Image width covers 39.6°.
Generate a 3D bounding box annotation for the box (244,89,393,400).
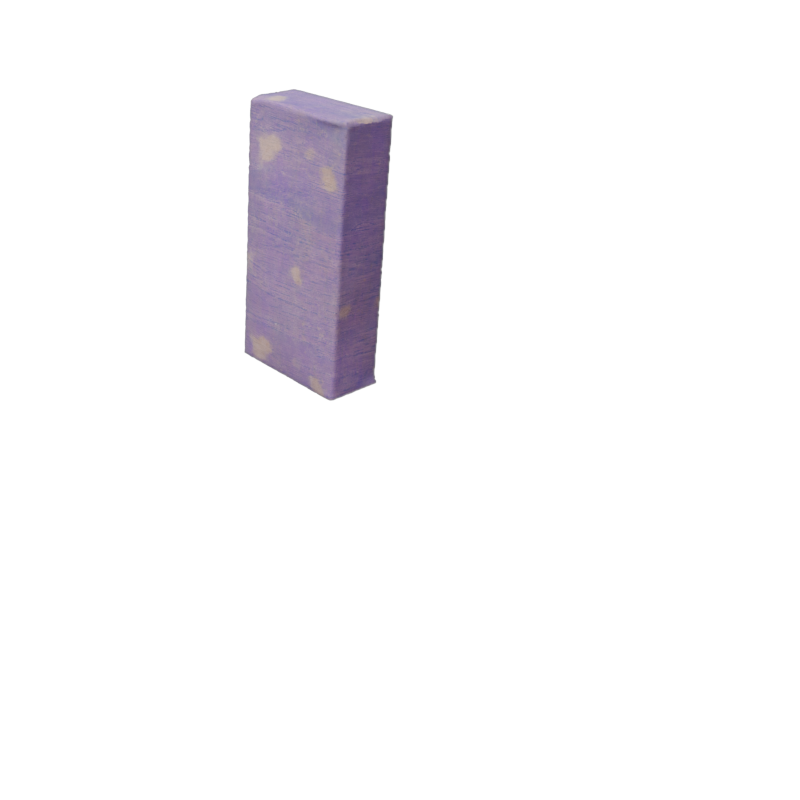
[{"bbox_3d":[-0.055,-0.099,0.694,0.047,0.168,0.099,-17,28,-39],"label":"box"}]
